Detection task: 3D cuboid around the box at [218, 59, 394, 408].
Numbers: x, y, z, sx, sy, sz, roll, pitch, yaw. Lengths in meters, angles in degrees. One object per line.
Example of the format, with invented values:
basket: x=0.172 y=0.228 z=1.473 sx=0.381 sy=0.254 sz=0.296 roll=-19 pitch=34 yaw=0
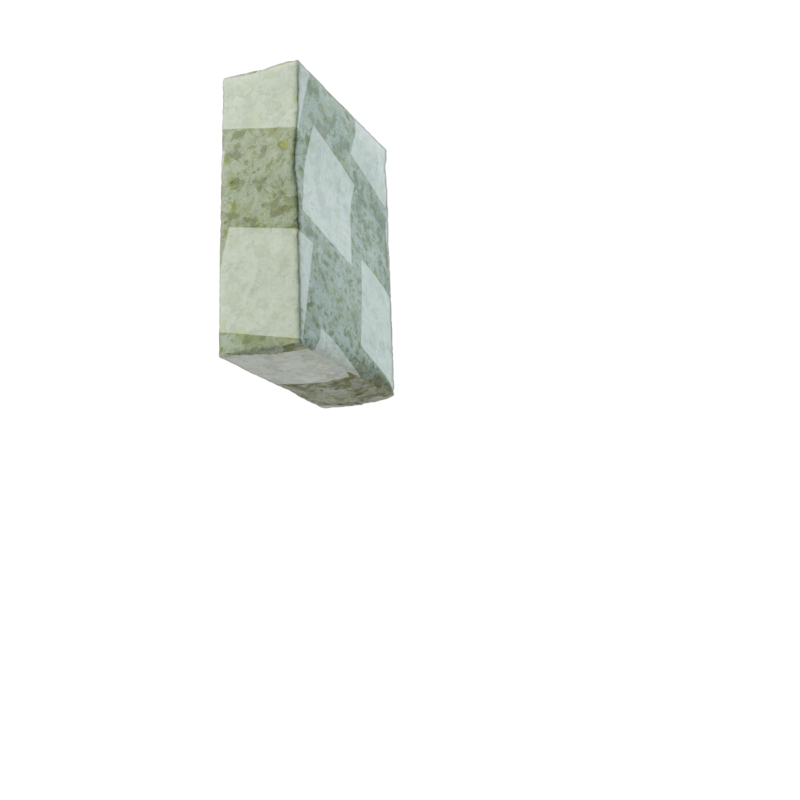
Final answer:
box: x=-0.064 y=-0.117 z=0.818 sx=0.073 sy=0.224 sz=0.154 roll=-10 pitch=-21 yaw=22
